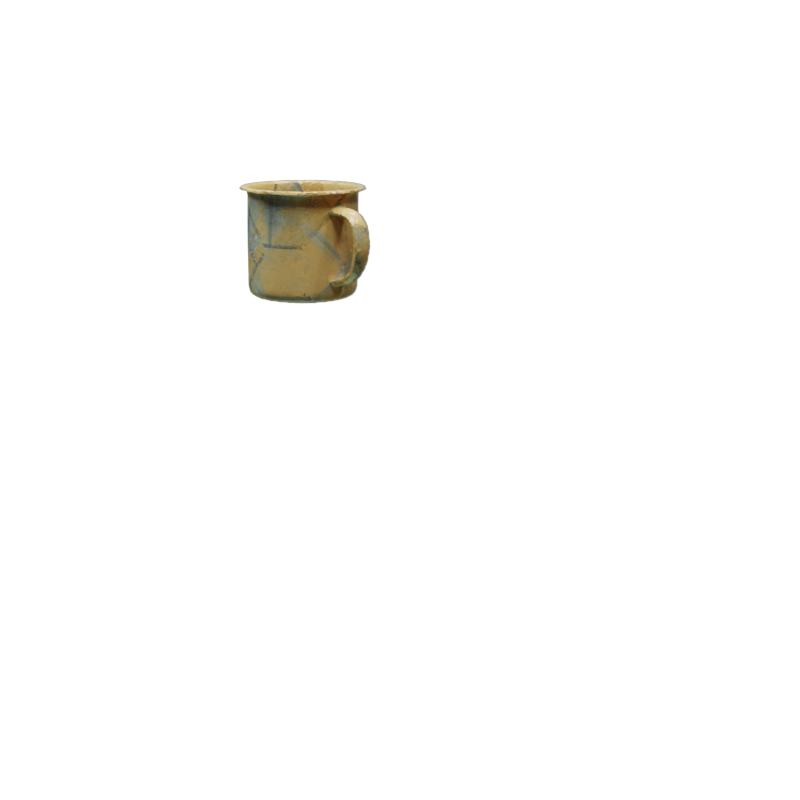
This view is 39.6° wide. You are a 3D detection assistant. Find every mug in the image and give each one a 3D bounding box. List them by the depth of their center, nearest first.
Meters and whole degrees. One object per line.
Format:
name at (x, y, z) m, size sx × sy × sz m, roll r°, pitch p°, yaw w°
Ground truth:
mug at (-0.064, -0.116, 0.813) m, size 0.091 × 0.079 × 0.123 m, roll -11°, pitch 18°, yaw -41°
